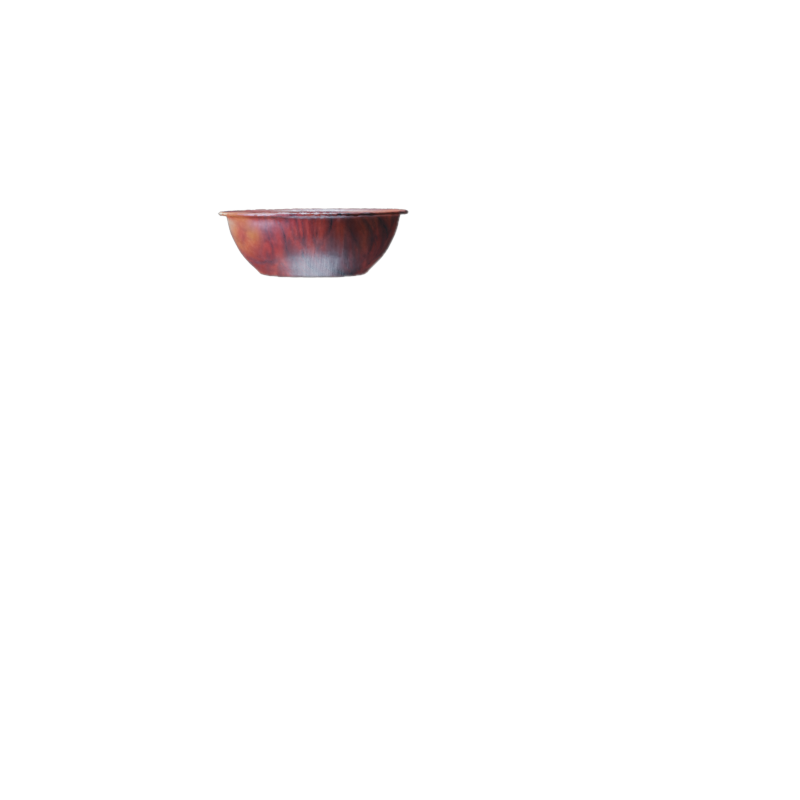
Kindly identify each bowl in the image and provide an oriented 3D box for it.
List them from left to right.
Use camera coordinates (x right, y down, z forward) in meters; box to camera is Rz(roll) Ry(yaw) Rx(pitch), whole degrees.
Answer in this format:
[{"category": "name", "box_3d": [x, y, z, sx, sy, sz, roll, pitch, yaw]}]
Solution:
[{"category": "bowl", "box_3d": [-0.074, -0.135, 0.943, 0.162, 0.054, 0.165, 0, 10, -2]}]
